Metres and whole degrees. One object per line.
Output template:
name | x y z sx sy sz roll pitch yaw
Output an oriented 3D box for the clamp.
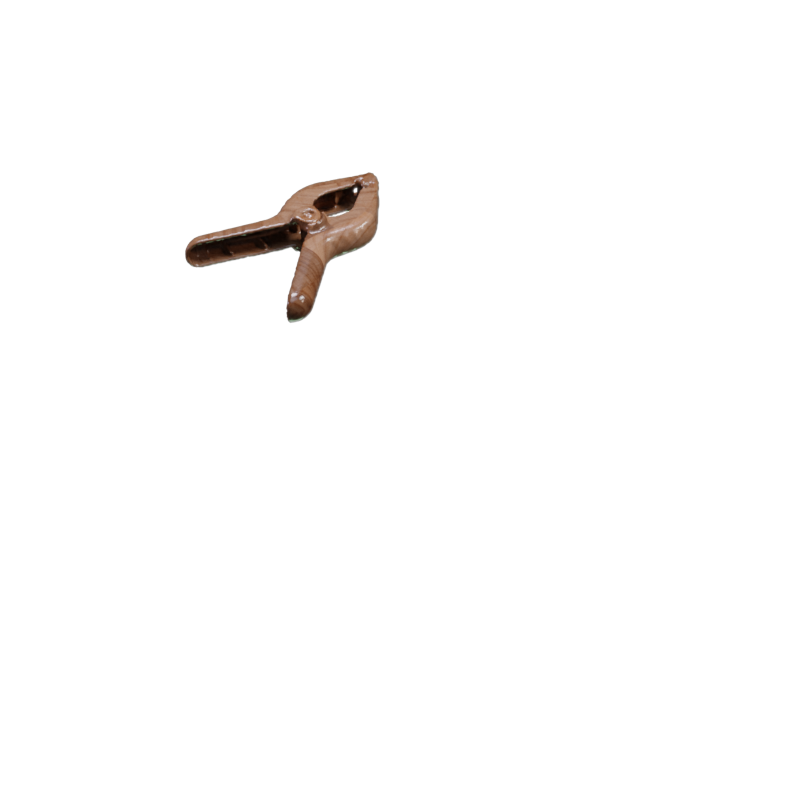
clamp | -0.068 -0.123 0.864 0.172 0.036 0.128 -34 56 -27
